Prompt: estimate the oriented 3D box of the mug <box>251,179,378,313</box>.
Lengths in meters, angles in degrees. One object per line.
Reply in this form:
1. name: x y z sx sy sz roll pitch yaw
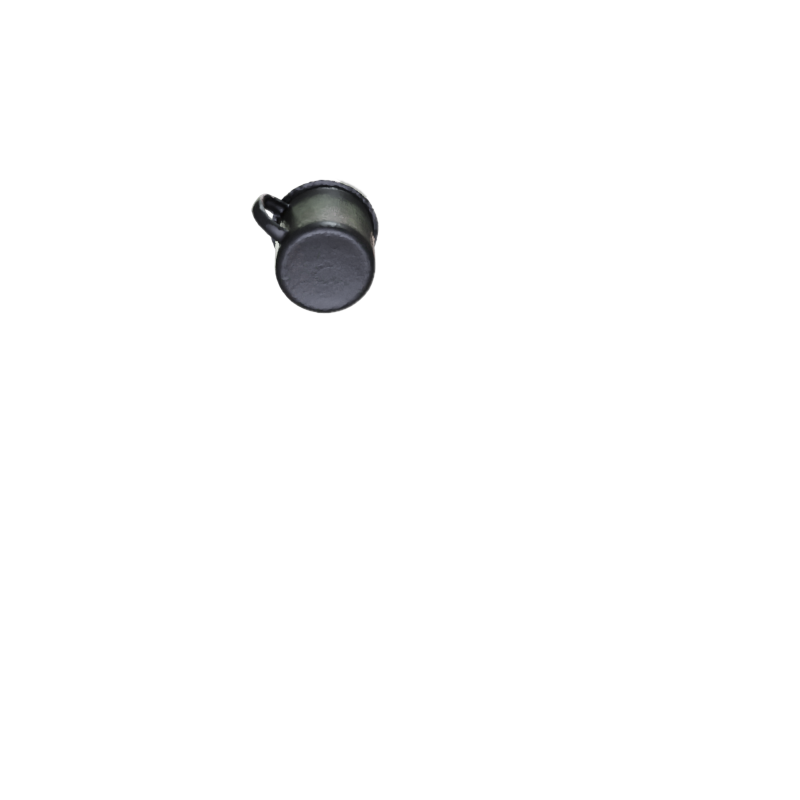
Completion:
1. mug: -0.072 -0.131 0.916 0.113 0.091 0.086 34 23 -18
